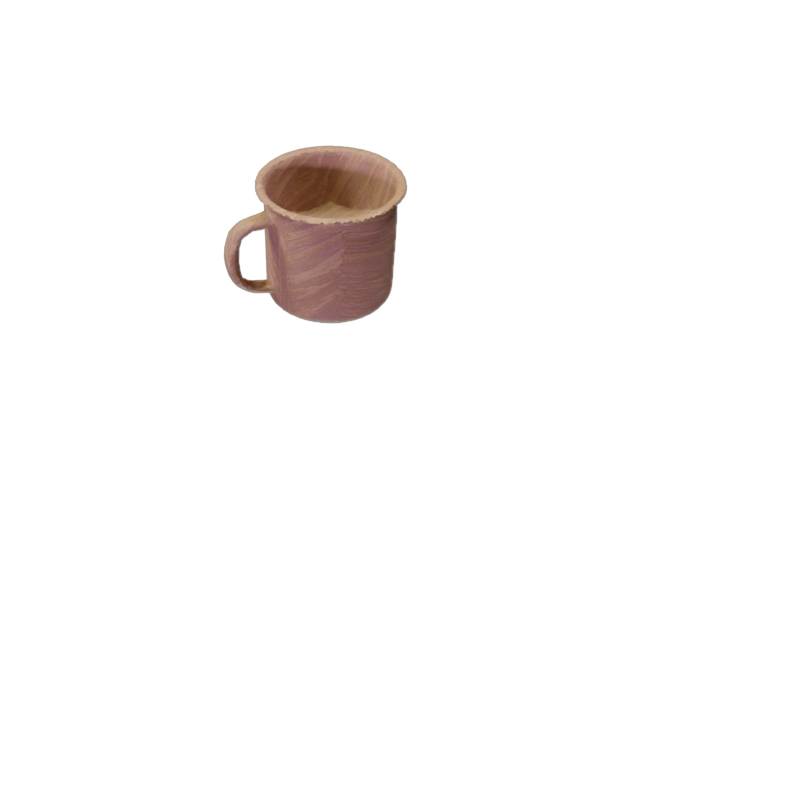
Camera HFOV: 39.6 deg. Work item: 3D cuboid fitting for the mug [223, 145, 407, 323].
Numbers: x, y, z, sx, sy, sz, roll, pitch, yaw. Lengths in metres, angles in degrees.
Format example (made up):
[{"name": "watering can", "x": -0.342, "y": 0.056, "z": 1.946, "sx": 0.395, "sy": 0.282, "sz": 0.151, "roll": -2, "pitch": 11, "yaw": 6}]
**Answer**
[{"name": "mug", "x": -0.054, "y": -0.099, "z": 0.692, "sx": 0.116, "sy": 0.076, "sz": 0.101, "roll": -19, "pitch": 42, "yaw": -24}]
